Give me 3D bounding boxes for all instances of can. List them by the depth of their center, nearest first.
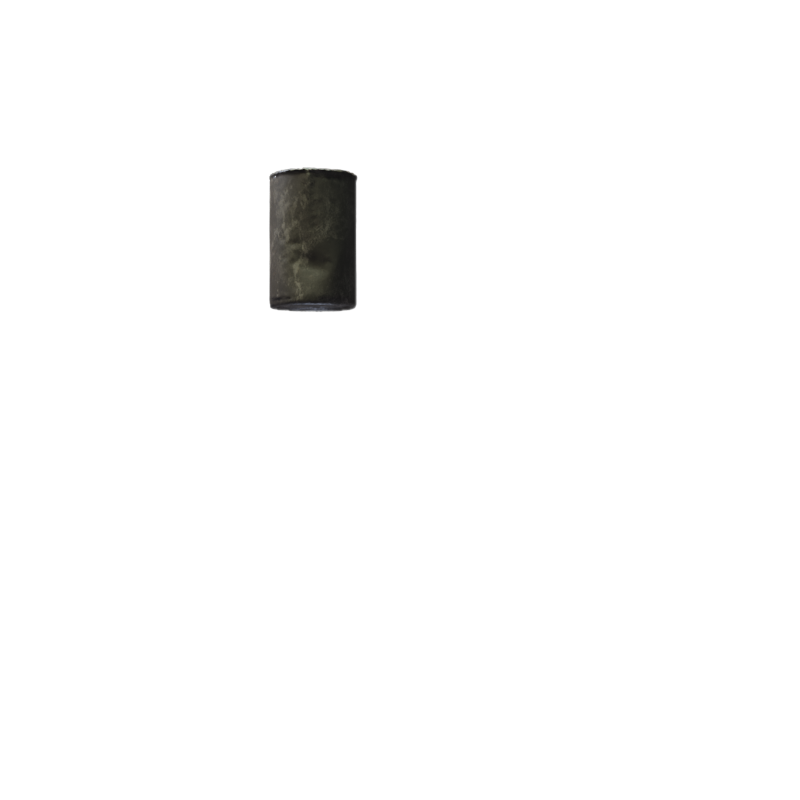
[{"bbox_3d":[-0.066,-0.121,0.845,0.068,0.104,0.068,0,-6,-2],"label":"can"}]
